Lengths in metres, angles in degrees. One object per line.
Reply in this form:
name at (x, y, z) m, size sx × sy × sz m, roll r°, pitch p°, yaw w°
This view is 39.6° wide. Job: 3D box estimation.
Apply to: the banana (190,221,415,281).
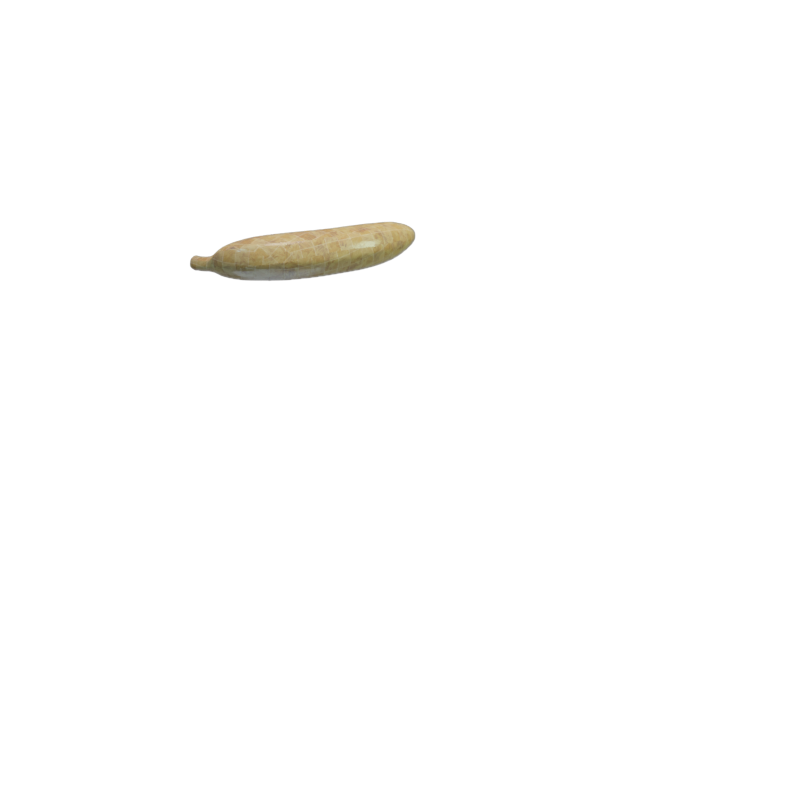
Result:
banana at (-0.069, -0.124, 0.906) m, size 0.194 × 0.035 × 0.074 m, roll -8°, pitch 24°, yaw -19°
